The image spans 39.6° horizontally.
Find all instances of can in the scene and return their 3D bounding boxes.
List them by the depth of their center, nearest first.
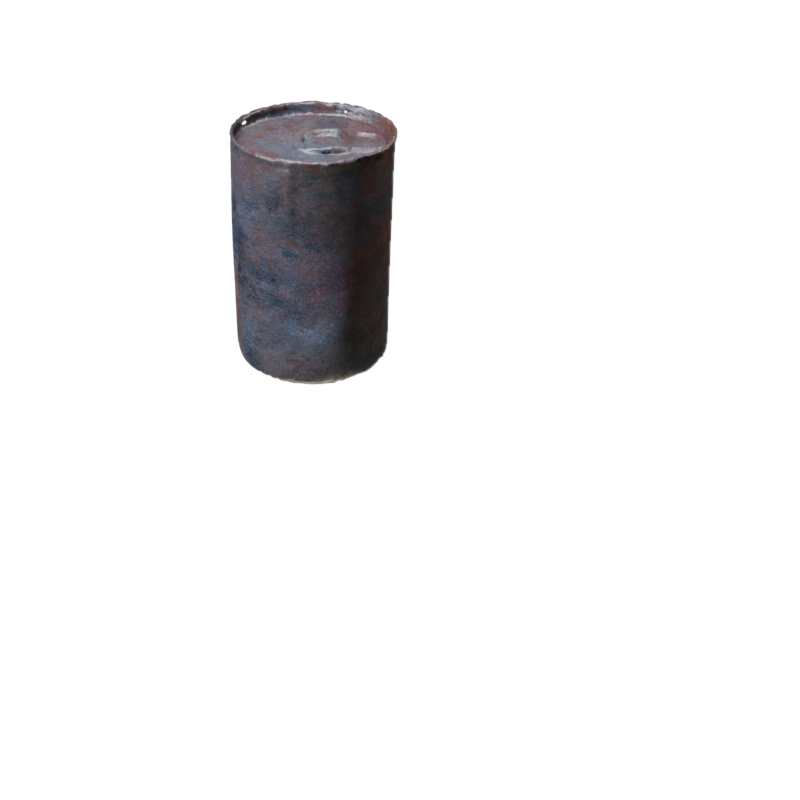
[{"bbox_3d":[-0.037,-0.067,0.469,0.068,0.096,0.073,0,30,-2],"label":"can"}]
